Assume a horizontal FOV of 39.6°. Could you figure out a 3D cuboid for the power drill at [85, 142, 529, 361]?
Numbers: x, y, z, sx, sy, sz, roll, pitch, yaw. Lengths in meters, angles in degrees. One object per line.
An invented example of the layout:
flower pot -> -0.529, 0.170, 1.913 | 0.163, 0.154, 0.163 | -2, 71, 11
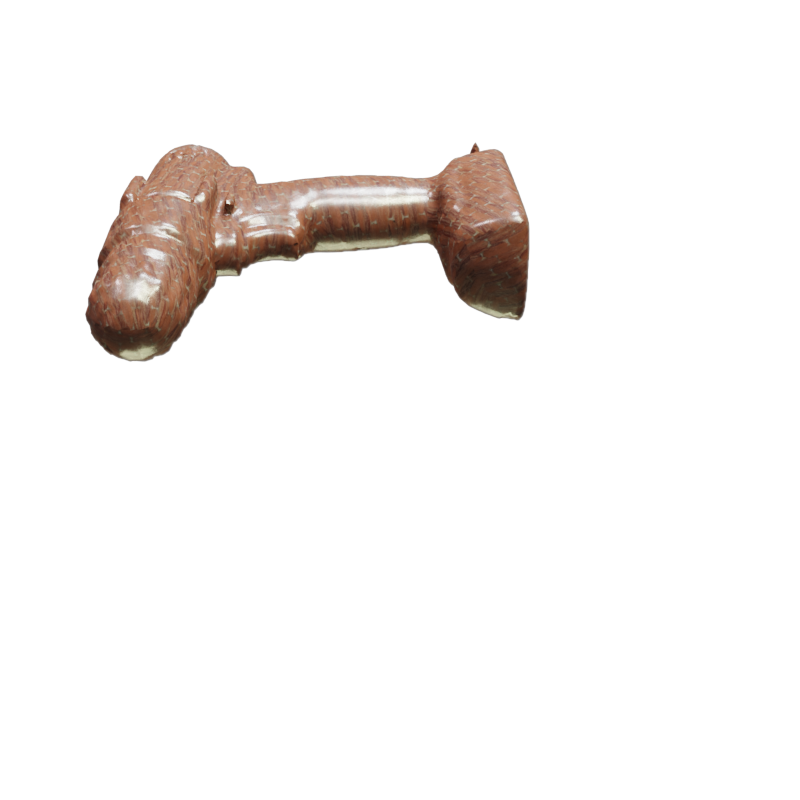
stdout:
power drill -> -0.040, -0.072, 0.507 | 0.188, 0.054, 0.195 | 1, 30, 1
